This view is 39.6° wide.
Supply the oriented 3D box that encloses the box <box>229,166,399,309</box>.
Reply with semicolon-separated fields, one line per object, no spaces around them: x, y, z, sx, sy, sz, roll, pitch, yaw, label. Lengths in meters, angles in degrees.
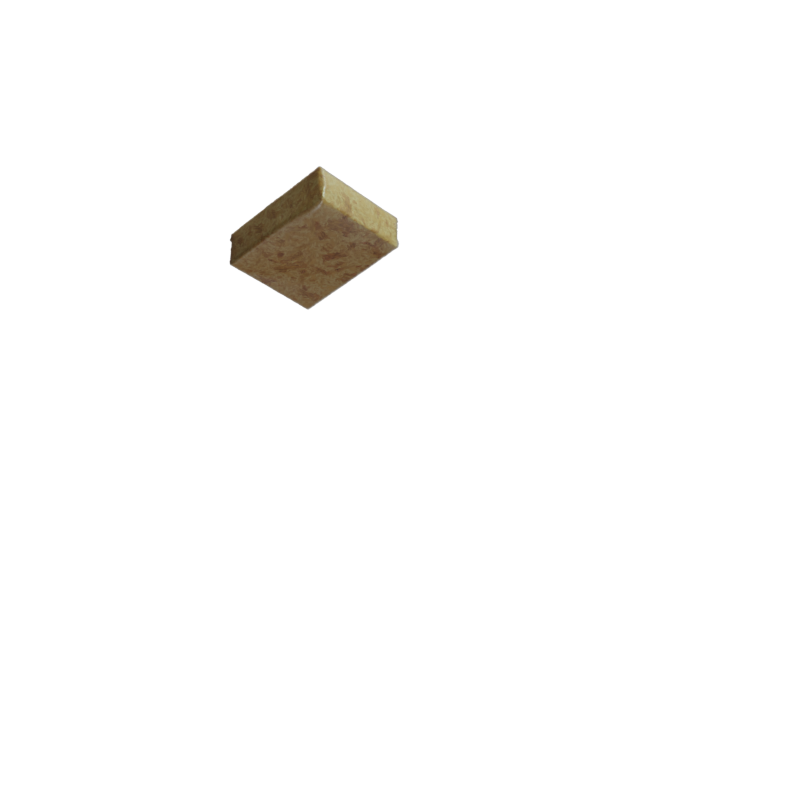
-0.071;-0.130;0.910;0.113;0.042;0.084;-30;-45;34;box
